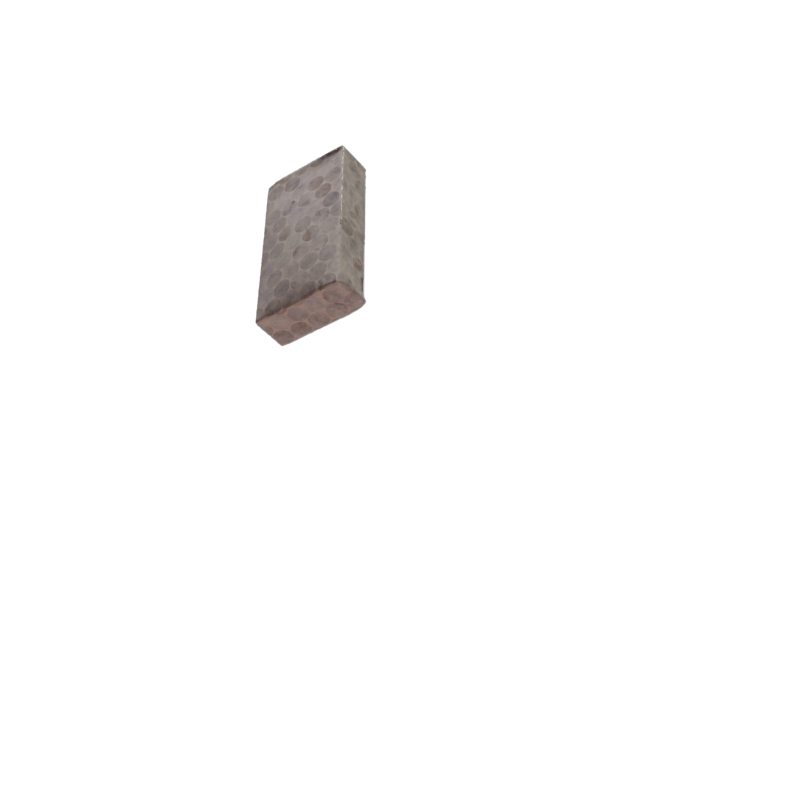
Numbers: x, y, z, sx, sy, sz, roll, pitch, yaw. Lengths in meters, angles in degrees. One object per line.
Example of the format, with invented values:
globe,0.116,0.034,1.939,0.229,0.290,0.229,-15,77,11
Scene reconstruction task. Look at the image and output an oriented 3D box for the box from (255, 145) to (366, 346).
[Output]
box,-0.078,-0.142,0.993,0.093,0.189,0.045,-26,-45,25
